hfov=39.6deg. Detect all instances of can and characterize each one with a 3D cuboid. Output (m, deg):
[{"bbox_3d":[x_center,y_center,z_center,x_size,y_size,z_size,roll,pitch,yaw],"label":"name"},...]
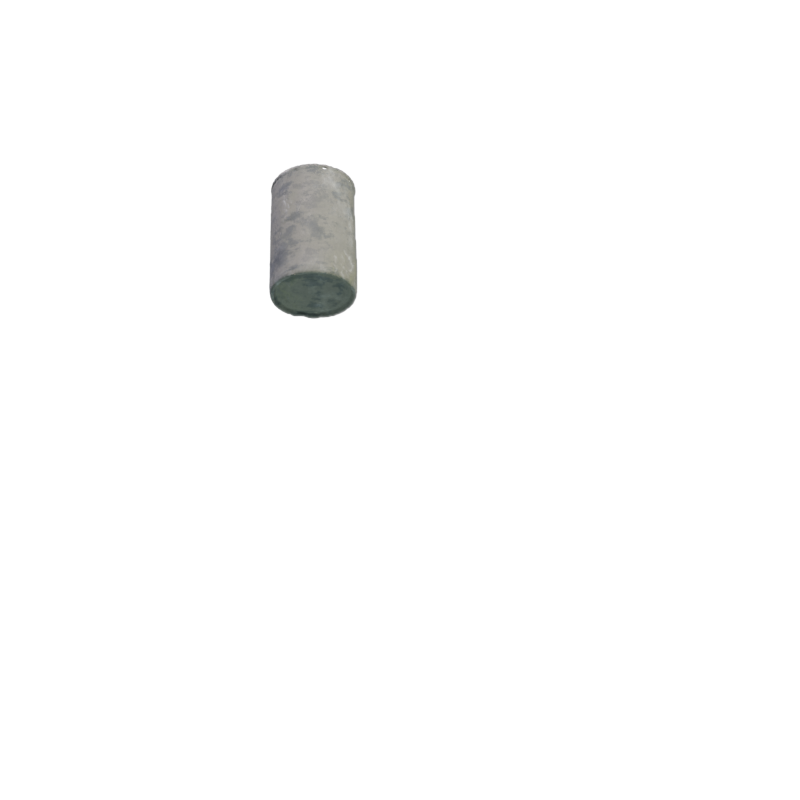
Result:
[{"bbox_3d":[-0.067,-0.123,0.861,0.068,0.109,0.064,-1,-32,-2],"label":"can"}]
